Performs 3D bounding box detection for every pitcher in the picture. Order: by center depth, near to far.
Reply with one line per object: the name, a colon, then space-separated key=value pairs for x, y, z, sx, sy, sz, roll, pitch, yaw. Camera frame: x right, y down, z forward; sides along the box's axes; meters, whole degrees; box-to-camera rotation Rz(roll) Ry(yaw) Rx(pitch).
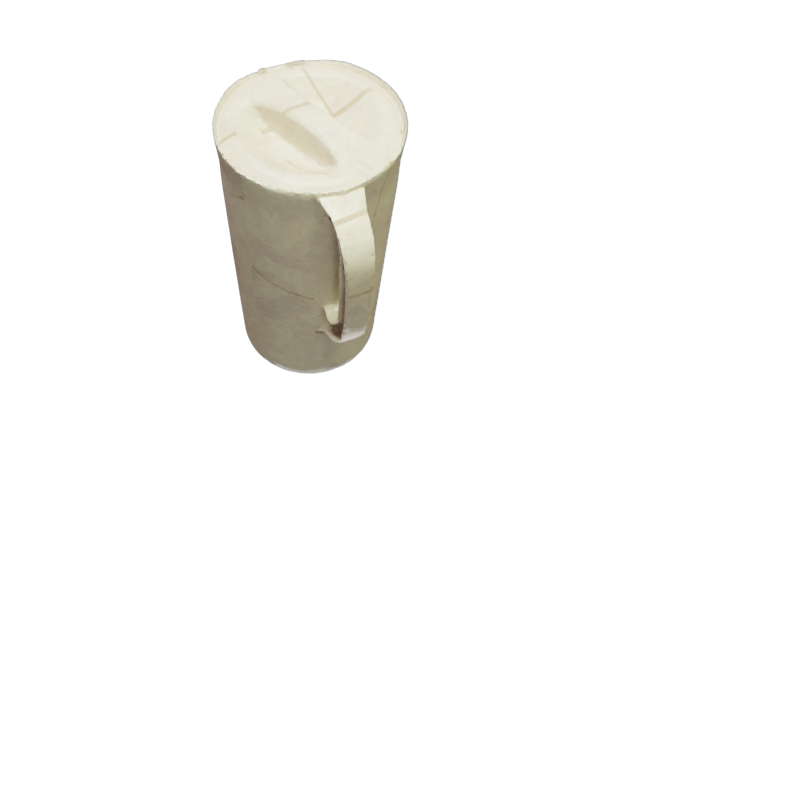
pitcher: x=-0.065 y=-0.119 z=0.832 sx=0.149 sy=0.155 sz=0.227 roll=21 pitch=-34 yaw=12
